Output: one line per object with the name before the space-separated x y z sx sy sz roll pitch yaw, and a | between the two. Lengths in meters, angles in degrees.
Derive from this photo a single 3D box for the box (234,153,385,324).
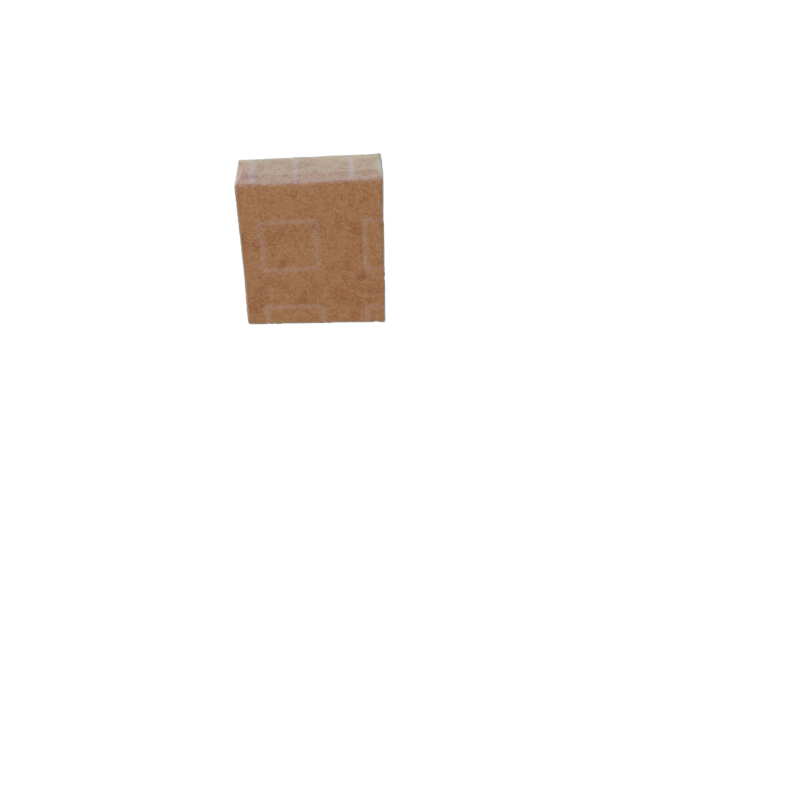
box | -0.045 -0.081 0.571 0.073 0.083 0.032 -2 36 0
